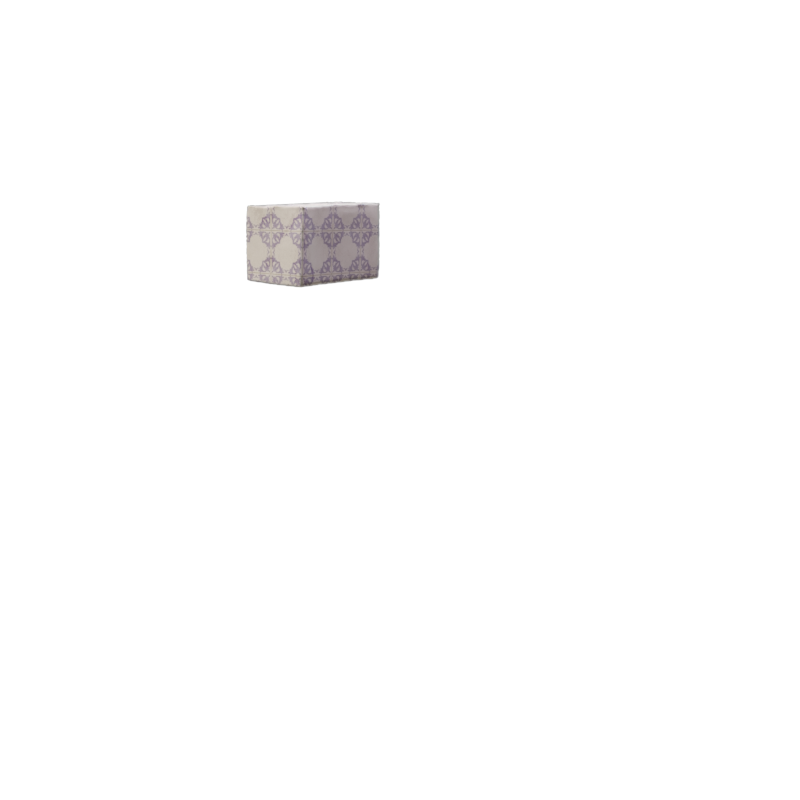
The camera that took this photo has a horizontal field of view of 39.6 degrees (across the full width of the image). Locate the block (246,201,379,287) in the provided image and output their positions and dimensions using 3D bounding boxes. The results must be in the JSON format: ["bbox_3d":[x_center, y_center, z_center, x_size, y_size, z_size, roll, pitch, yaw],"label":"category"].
[{"bbox_3d":[-0.057,-0.105,0.734,0.055,0.050,0.076,7,12,39],"label":"block"}]
